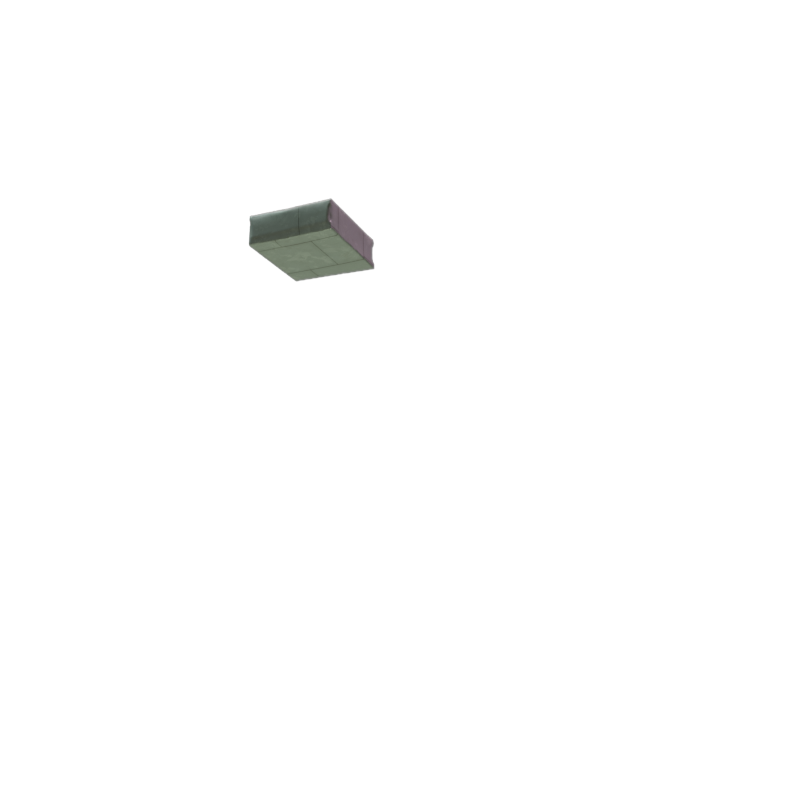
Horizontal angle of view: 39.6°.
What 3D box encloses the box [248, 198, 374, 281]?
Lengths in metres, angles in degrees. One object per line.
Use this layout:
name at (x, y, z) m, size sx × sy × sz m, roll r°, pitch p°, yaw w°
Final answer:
box at (-0.070, -0.129, 0.901) m, size 0.074 × 0.032 × 0.083 m, roll -8°, pitch -19°, yaw 22°
